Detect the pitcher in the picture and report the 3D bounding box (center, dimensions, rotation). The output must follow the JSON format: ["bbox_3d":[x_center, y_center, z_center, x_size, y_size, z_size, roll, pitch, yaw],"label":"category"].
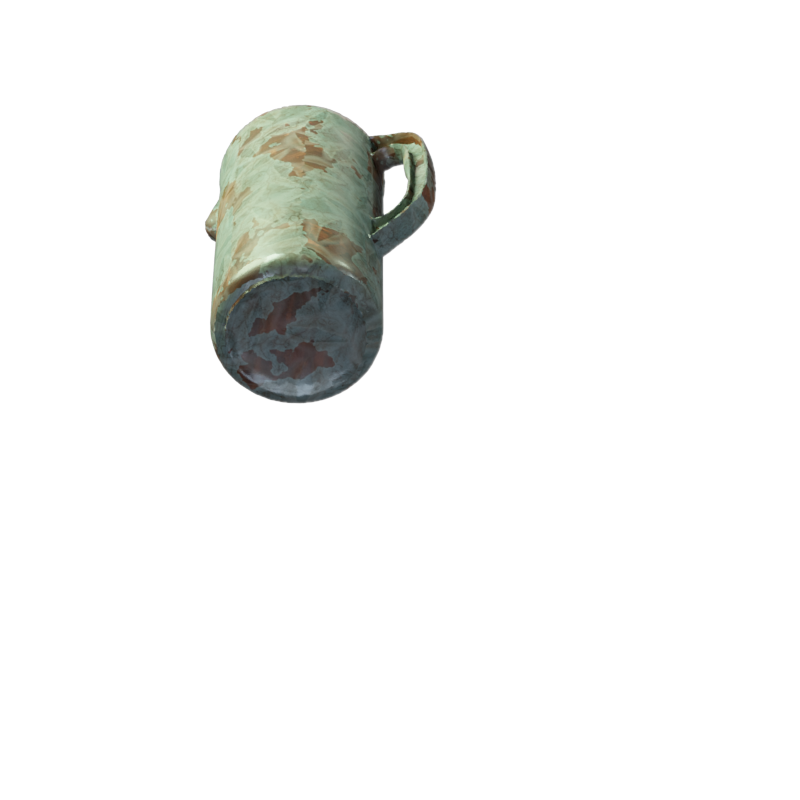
[{"bbox_3d":[-0.061,-0.112,0.782,0.142,0.143,0.259,18,29,-14],"label":"pitcher"}]
